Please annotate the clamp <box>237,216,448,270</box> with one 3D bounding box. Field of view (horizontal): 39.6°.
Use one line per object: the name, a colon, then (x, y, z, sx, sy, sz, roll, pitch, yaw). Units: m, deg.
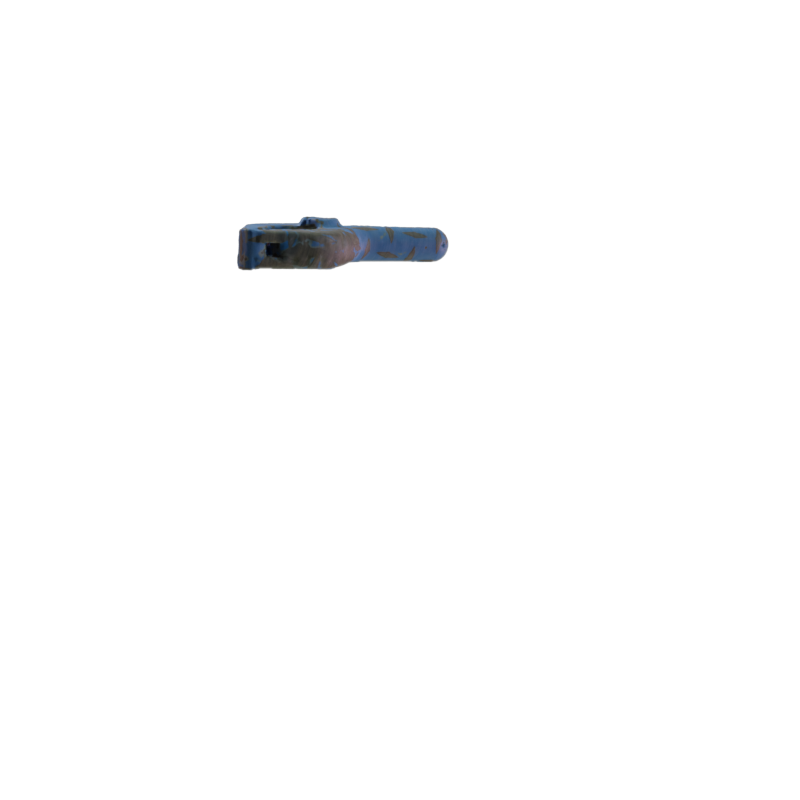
clamp: (-0.061, -0.112, 0.785, 0.125, 0.039, 0.165, 6, 9, 43)
